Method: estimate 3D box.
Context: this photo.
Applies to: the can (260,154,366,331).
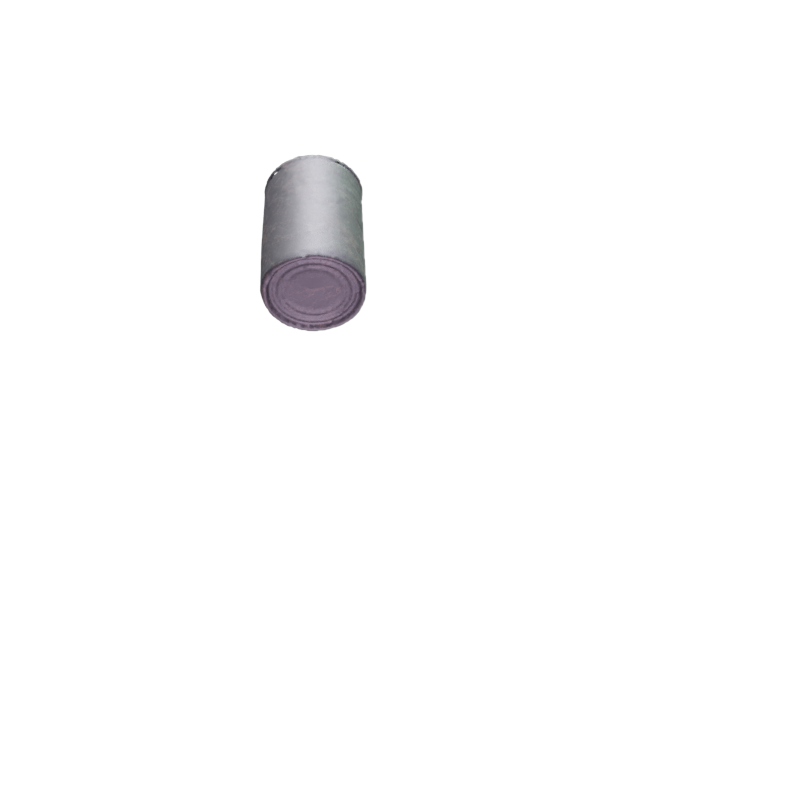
[{"bbox_3d":[-0.057,-0.104,0.728,0.068,0.064,0.110,-1,45,-3],"label":"can"}]
